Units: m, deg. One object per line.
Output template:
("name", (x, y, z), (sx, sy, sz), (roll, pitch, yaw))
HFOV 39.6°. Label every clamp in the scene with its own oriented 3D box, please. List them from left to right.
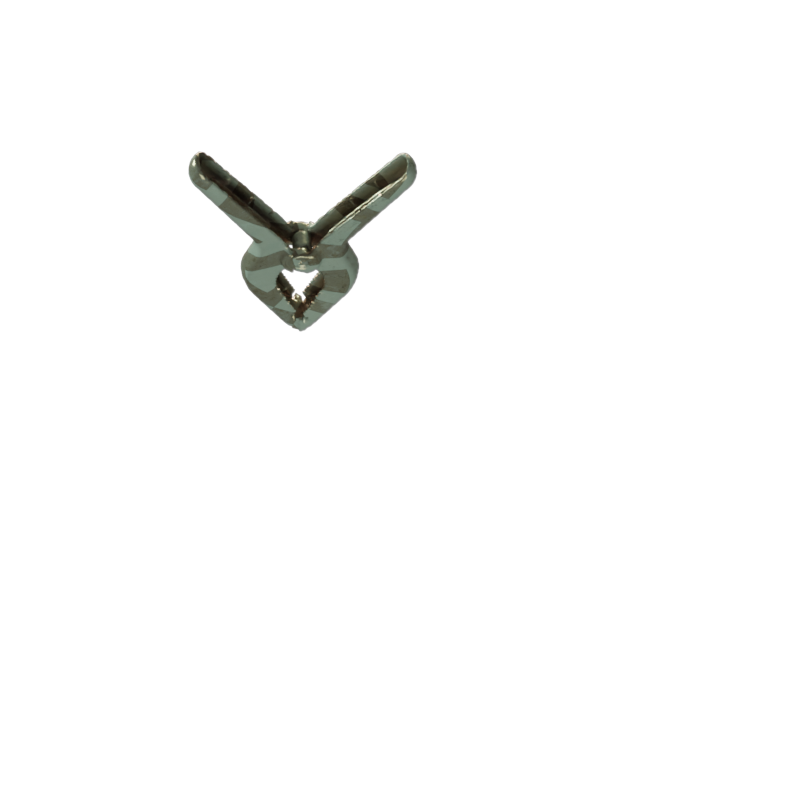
("clamp", (-0.068, -0.124, 0.869), (0.165, 0.039, 0.195), (-2, -33, 3))
